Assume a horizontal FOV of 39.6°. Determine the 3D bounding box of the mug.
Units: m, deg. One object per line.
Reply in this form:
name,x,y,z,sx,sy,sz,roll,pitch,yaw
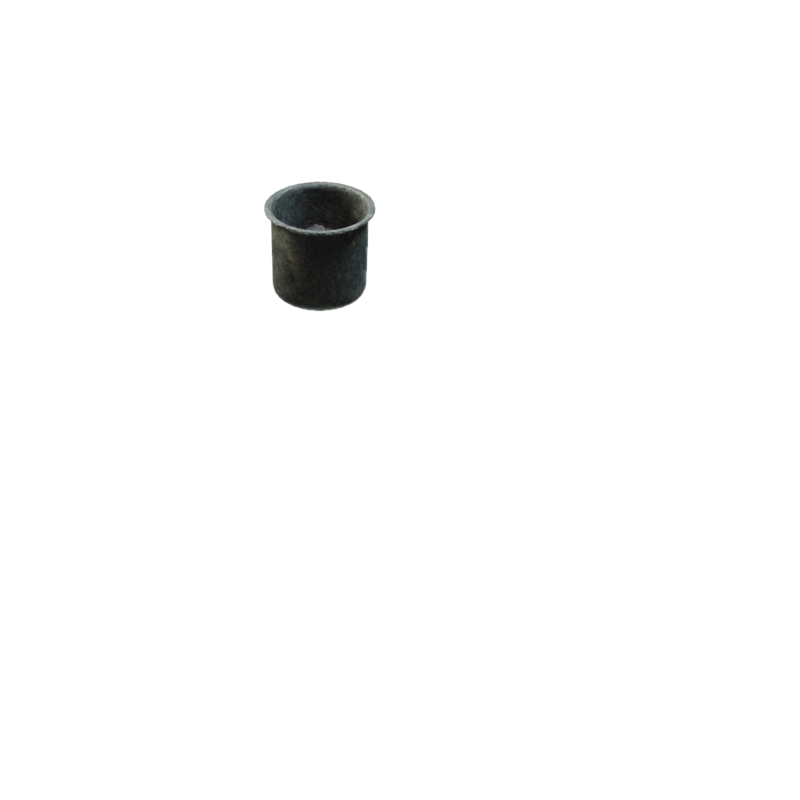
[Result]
mug,-0.075,-0.136,0.952,0.092,0.076,0.126,-16,38,-24
